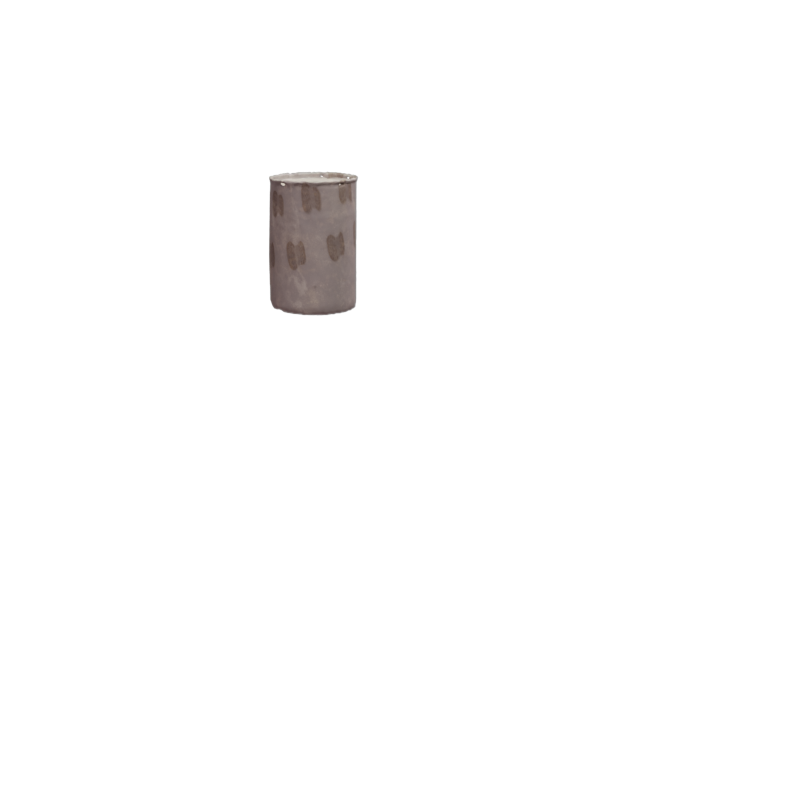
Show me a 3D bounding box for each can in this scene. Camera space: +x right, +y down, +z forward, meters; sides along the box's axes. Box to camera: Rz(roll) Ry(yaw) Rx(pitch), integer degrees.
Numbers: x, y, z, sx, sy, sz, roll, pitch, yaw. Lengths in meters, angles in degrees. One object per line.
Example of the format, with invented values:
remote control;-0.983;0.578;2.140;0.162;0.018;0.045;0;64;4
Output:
can;-0.067;-0.122;0.855;0.068;0.100;0.070;0;12;-2
